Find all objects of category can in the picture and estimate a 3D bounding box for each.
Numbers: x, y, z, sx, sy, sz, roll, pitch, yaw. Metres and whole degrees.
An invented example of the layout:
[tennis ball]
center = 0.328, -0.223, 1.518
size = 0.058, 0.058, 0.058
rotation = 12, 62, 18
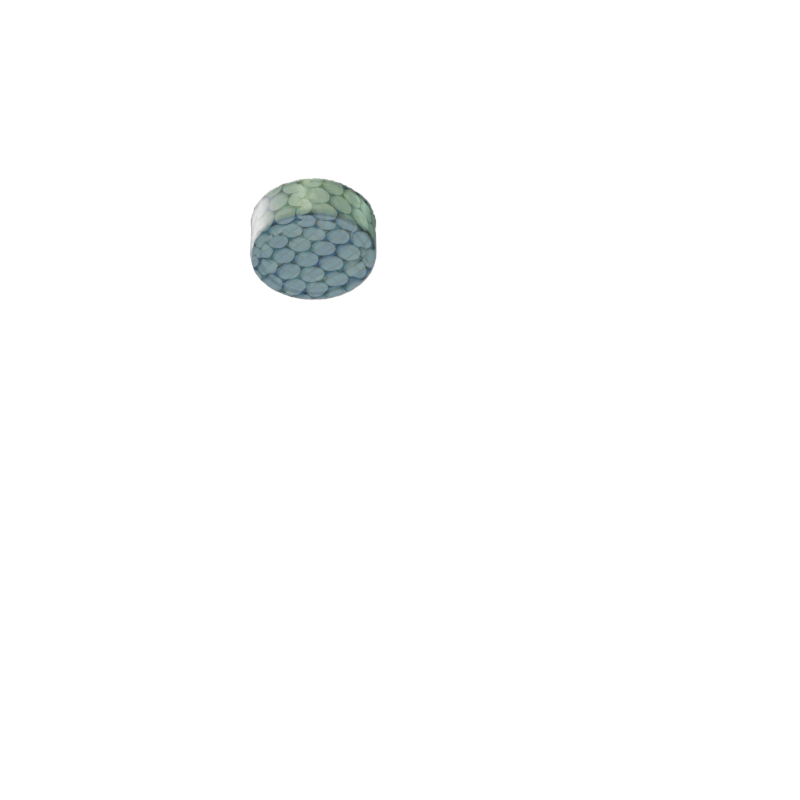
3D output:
[can]
center = -0.058, -0.107, 0.746
size = 0.086, 0.036, 0.080
rotation = 1, -40, -1
